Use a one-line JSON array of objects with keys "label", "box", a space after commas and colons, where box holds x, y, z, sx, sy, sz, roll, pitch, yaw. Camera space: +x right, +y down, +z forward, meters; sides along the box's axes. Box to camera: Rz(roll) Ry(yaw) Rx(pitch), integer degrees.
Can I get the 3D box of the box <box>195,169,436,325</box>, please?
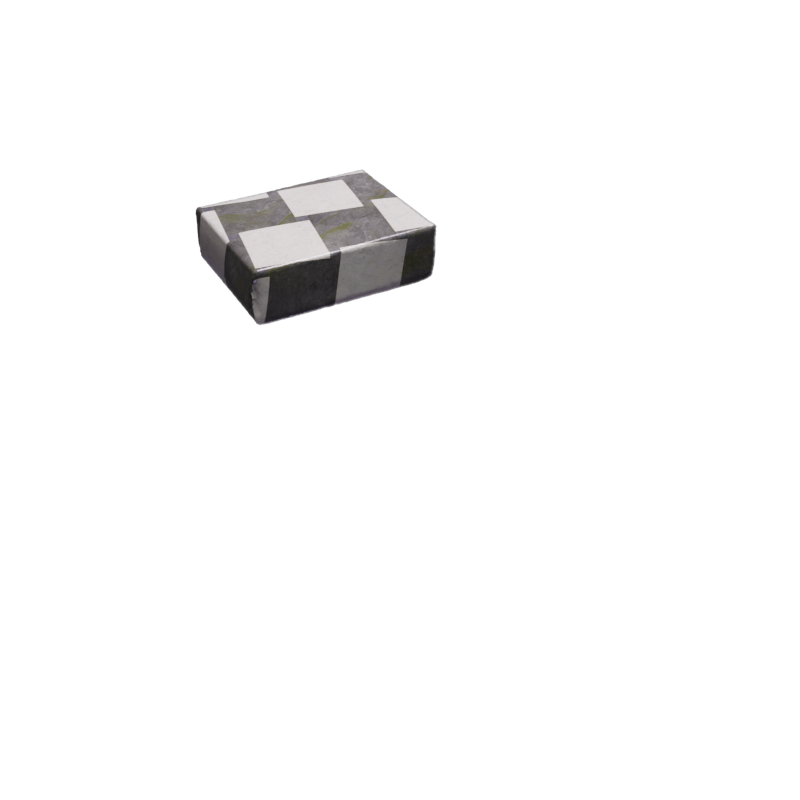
[{"label": "box", "box": [-0.050, -0.090, 0.634, 0.112, 0.037, 0.097, -16, 36, -23]}]
